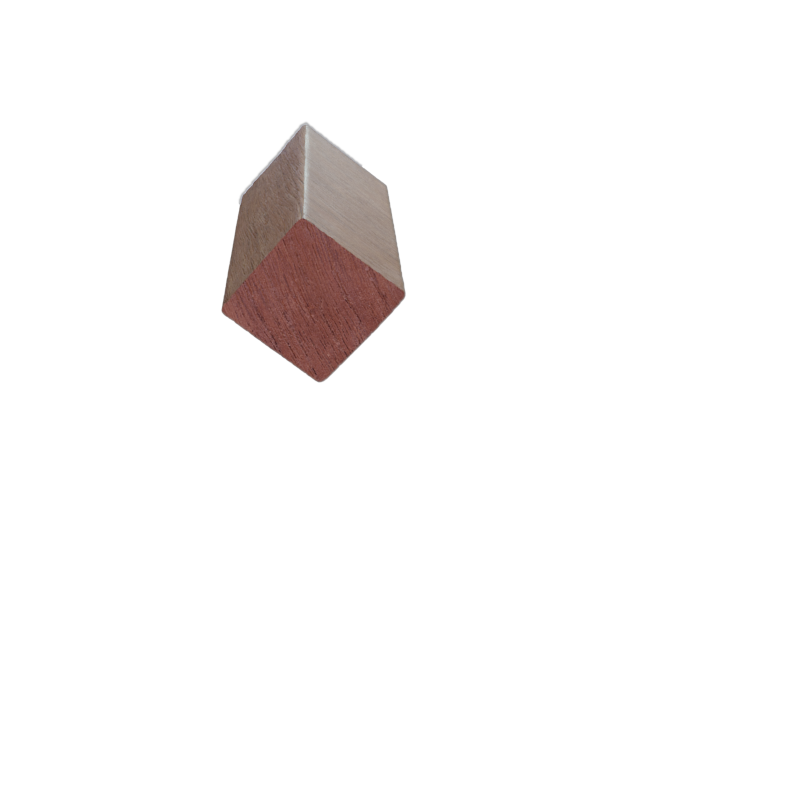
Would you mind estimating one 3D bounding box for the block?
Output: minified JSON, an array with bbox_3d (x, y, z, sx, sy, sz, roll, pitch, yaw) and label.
[{"bbox_3d":[-0.064,-0.116,0.818,0.087,0.089,0.218,36,21,-21],"label":"block"}]
